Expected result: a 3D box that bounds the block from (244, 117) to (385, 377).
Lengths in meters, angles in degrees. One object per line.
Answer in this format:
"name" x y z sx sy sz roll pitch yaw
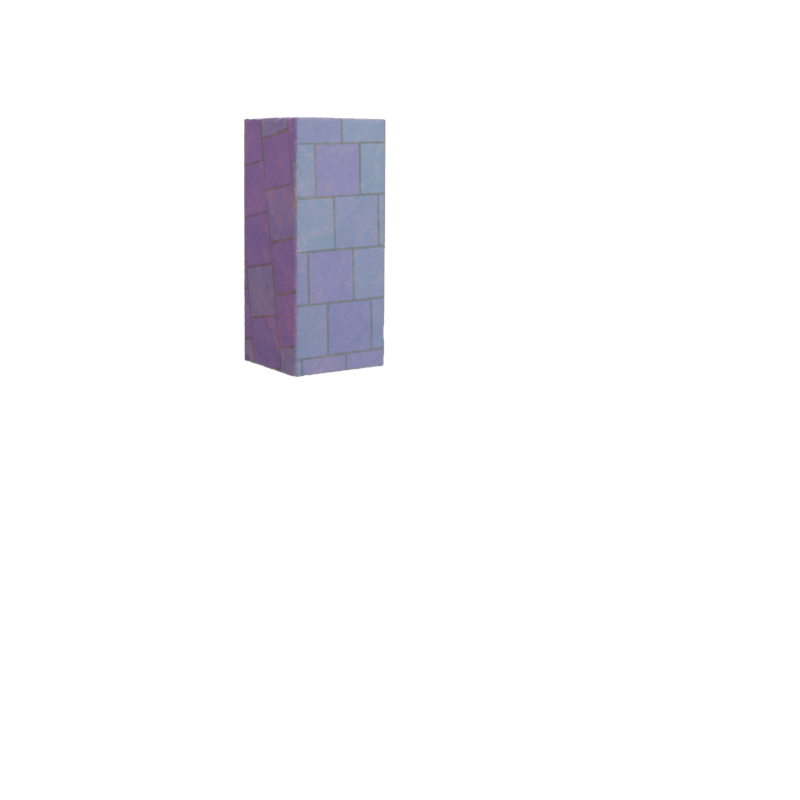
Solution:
"block" -0.073 -0.133 0.934 0.088 0.203 0.094 -4 8 -35
